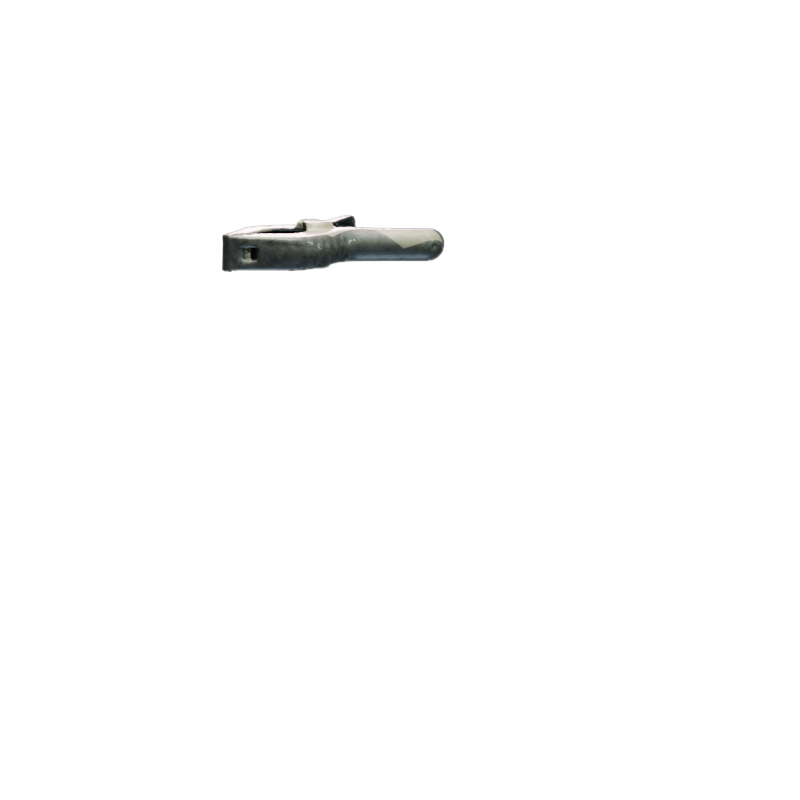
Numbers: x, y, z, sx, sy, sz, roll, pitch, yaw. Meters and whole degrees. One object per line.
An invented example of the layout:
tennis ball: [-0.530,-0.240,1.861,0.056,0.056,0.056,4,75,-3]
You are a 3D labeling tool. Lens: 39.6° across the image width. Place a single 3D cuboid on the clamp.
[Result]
clamp: [-0.067,-0.121,0.850,0.166,0.039,0.125,-6,11,-30]
